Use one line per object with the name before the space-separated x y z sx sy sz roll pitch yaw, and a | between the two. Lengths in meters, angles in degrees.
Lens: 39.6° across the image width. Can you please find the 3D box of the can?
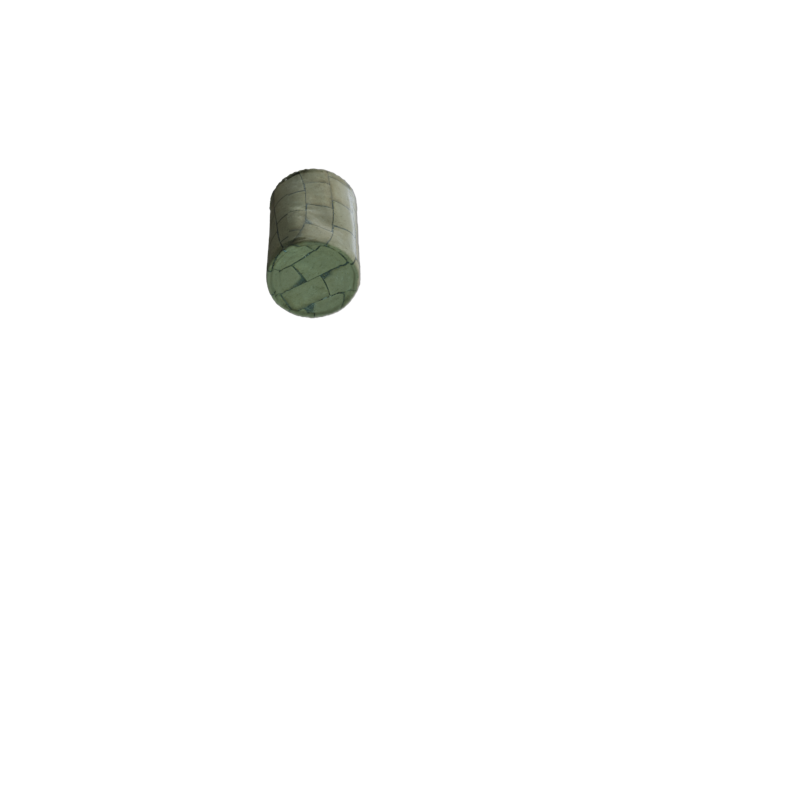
can | -0.064 -0.116 0.815 0.068 0.064 0.109 -1 37 -3
